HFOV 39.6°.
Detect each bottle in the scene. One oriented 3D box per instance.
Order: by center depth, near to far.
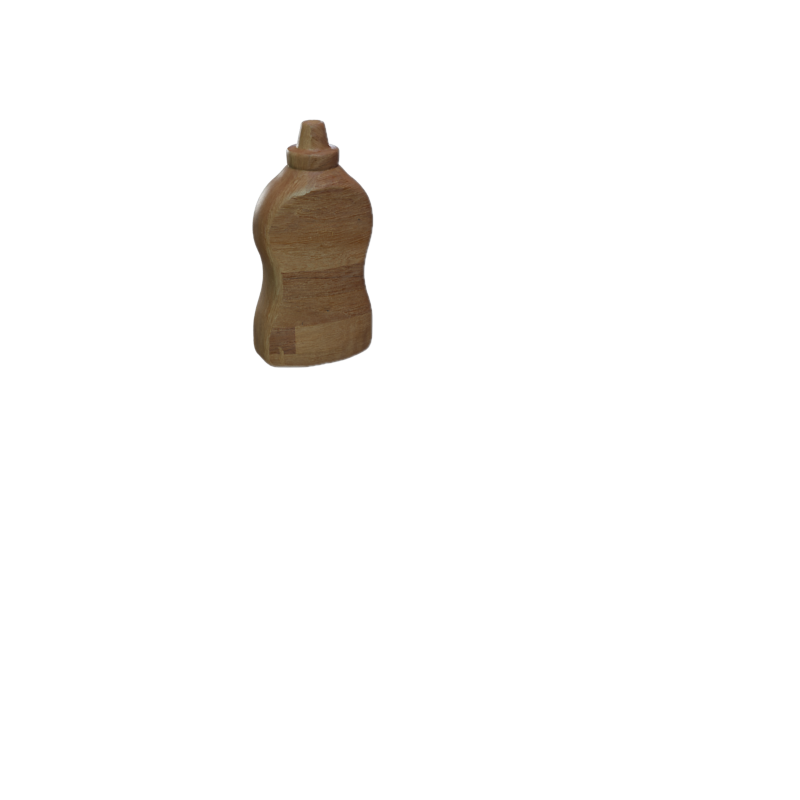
[{"bbox_3d":[-0.068,-0.125,0.871,0.094,0.183,0.062,-8,22,-23],"label":"bottle"}]
